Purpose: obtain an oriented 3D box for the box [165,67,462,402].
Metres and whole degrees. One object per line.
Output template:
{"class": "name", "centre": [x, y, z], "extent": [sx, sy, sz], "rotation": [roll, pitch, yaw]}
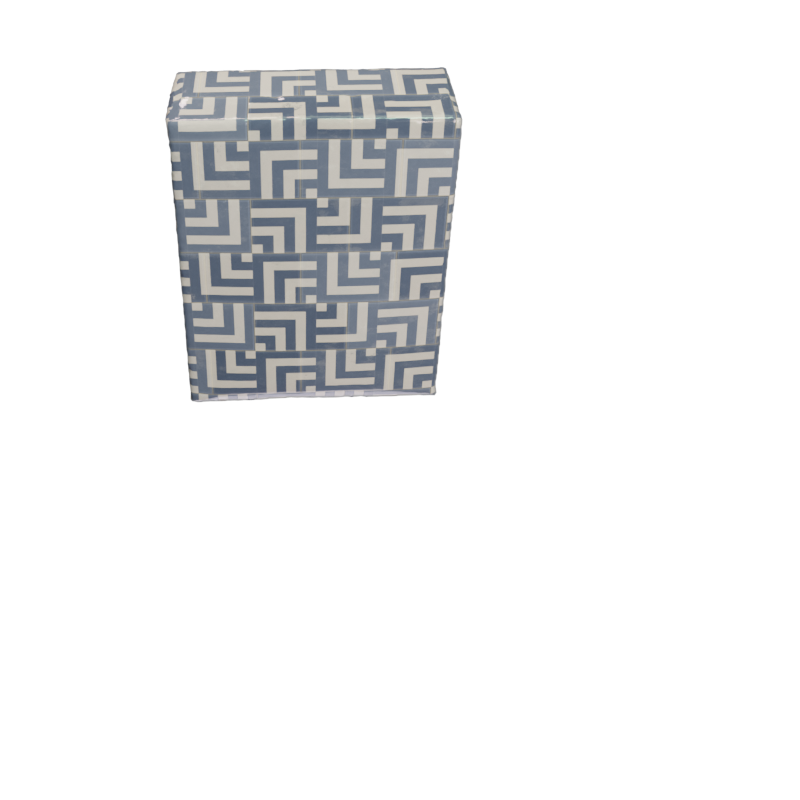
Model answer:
{"class": "box", "centre": [-0.054, -0.098, 0.690], "extent": [0.163, 0.200, 0.077], "rotation": [-1, 39, -3]}
